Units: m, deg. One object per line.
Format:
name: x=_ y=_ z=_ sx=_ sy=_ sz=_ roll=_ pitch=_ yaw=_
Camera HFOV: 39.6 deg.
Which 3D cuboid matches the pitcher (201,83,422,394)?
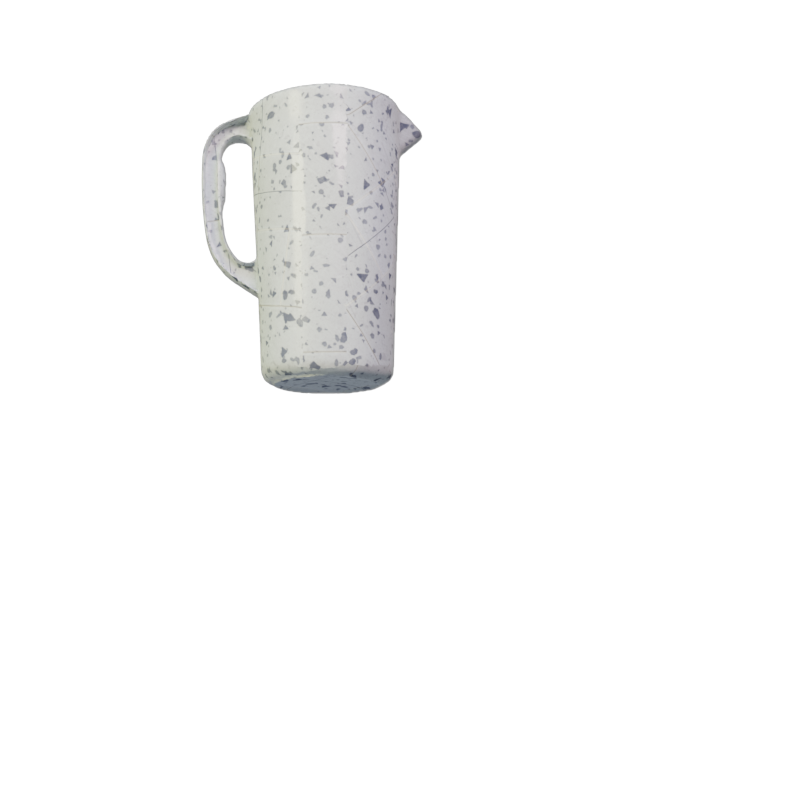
pitcher: x=-0.073 y=-0.133 z=0.931 sx=0.152 sy=0.252 sz=0.137 roll=-12 pitch=-19 yaw=38
